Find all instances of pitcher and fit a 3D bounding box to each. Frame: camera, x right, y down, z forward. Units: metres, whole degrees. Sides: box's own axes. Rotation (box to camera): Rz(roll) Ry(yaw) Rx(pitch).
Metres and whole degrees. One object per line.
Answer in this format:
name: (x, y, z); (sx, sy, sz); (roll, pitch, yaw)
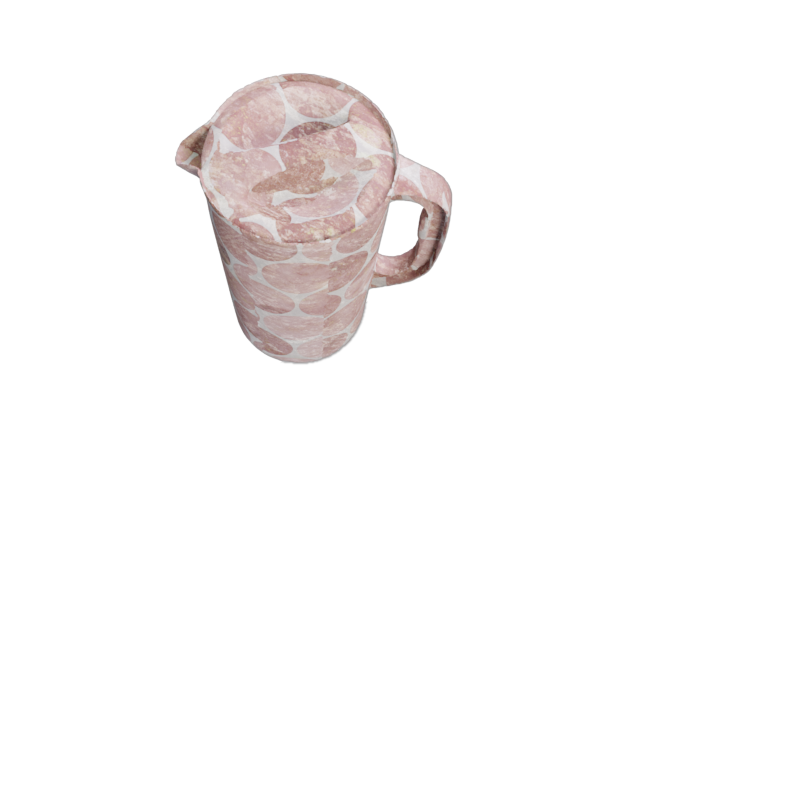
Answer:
pitcher: (-0.064, -0.117, 0.822); (0.145, 0.157, 0.230); (-35, -17, -16)
